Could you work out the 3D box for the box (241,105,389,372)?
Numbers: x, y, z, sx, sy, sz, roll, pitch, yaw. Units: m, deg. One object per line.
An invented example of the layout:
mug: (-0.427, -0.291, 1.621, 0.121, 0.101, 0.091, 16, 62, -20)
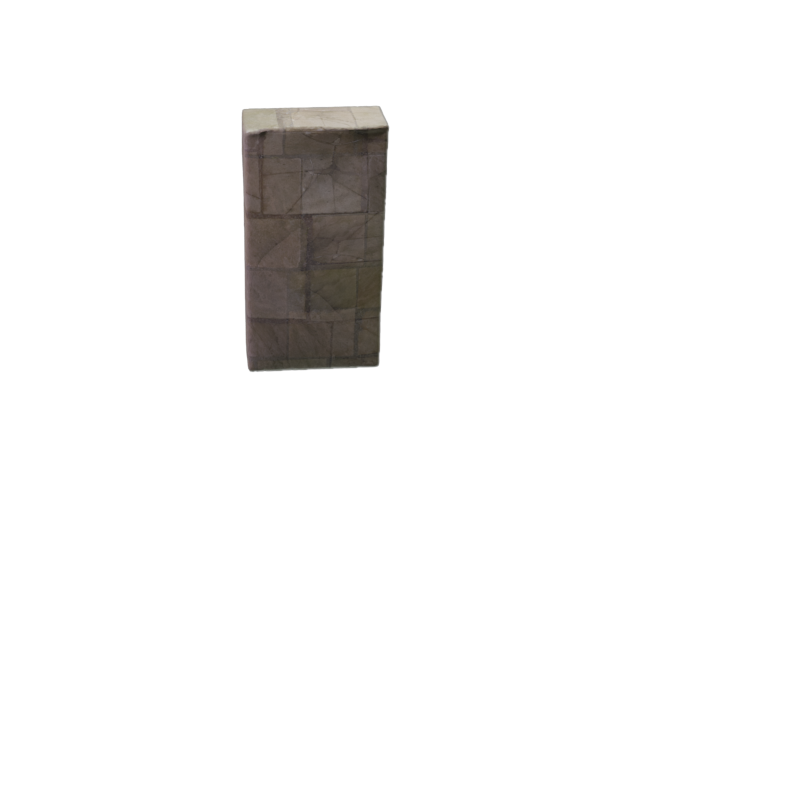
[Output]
box: (-0.058, -0.105, 0.735, 0.093, 0.166, 0.051, -2, 30, -7)
